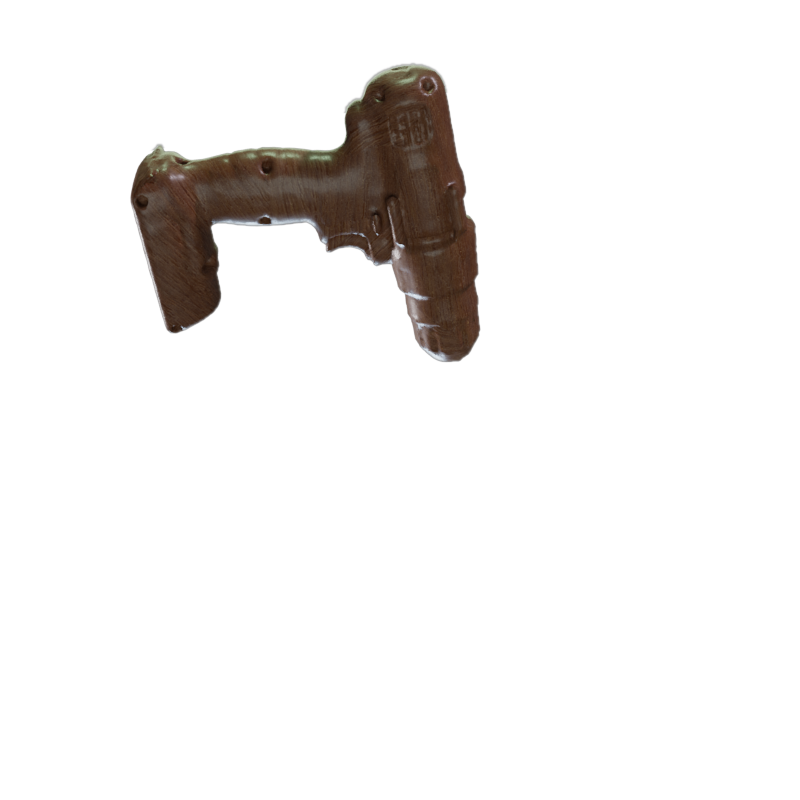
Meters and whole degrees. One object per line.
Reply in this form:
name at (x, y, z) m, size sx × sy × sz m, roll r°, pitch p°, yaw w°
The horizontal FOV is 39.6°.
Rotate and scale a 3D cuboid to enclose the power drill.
power drill at (-0.051, -0.092, 0.645) m, size 0.188 × 0.174 × 0.061 m, roll -10°, pitch 25°, yaw 4°
